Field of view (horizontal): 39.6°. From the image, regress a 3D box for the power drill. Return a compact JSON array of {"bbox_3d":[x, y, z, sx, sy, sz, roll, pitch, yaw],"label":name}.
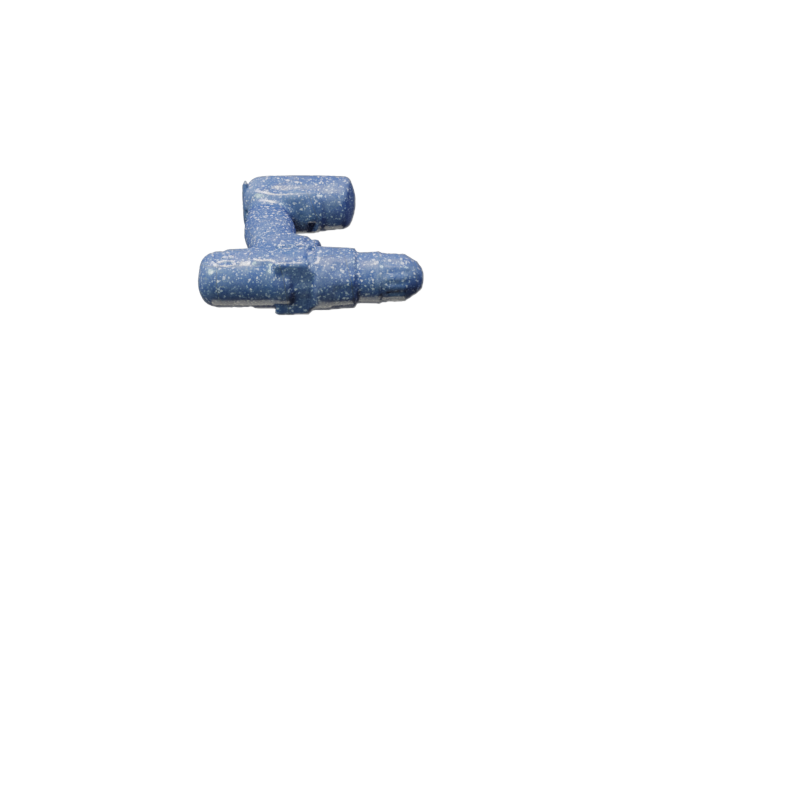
[{"bbox_3d":[-0.076,-0.138,0.969,0.184,0.054,0.199,0,30,0],"label":"power drill"}]
